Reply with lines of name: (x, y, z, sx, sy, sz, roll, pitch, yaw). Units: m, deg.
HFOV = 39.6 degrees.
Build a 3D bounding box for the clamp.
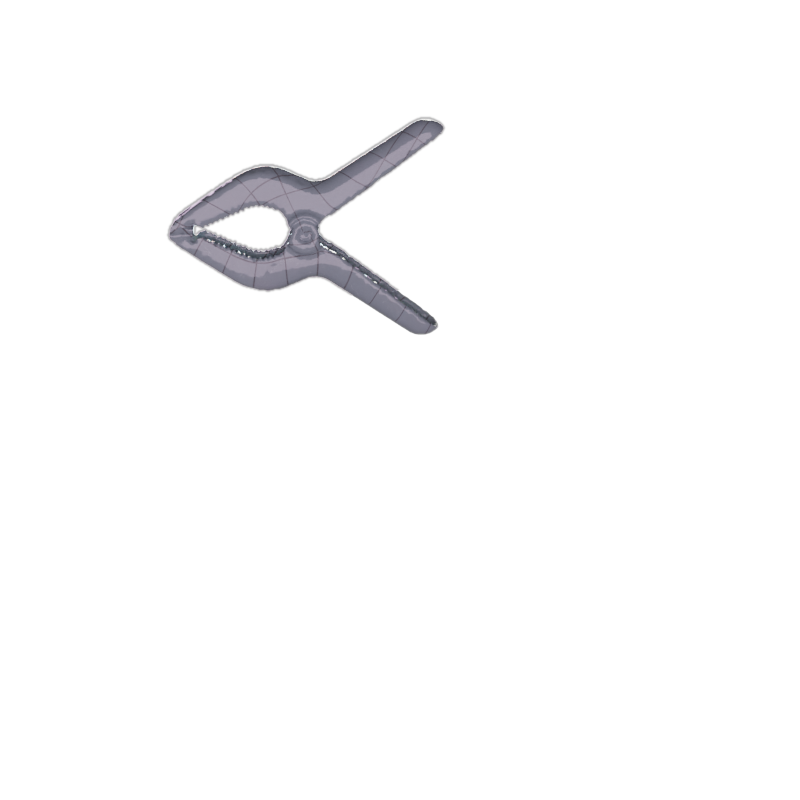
clamp: (-0.065, -0.119, 0.831, 0.210, 0.159, 0.038, -6, 14, 1)
